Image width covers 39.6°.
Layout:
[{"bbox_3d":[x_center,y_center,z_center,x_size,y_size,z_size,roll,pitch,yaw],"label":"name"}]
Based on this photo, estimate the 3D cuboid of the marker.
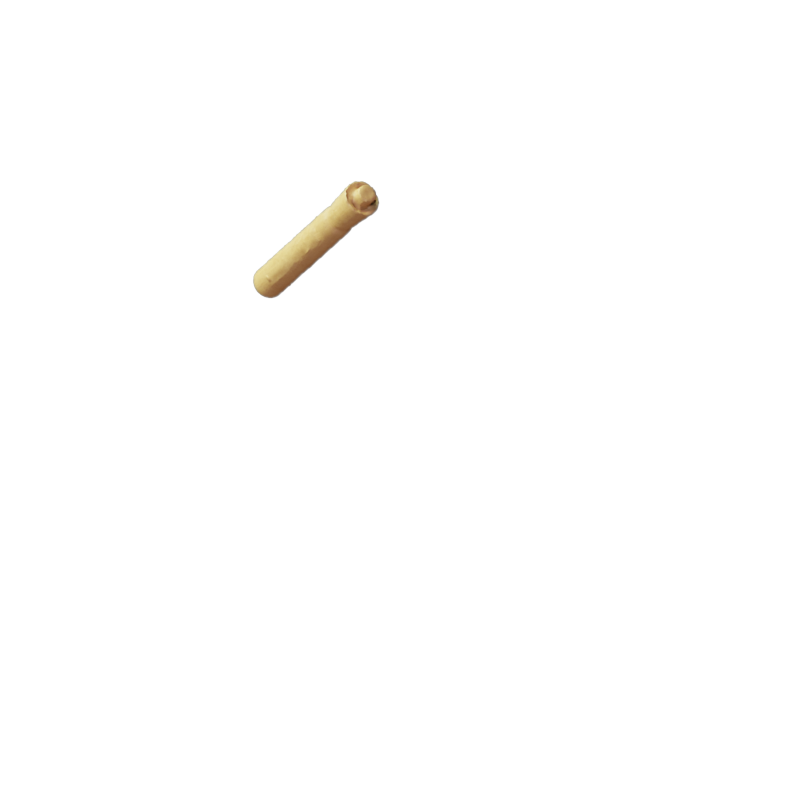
[{"bbox_3d":[-0.046,-0.083,0.584,0.019,0.021,0.120,-2,-16,-32],"label":"marker"}]
